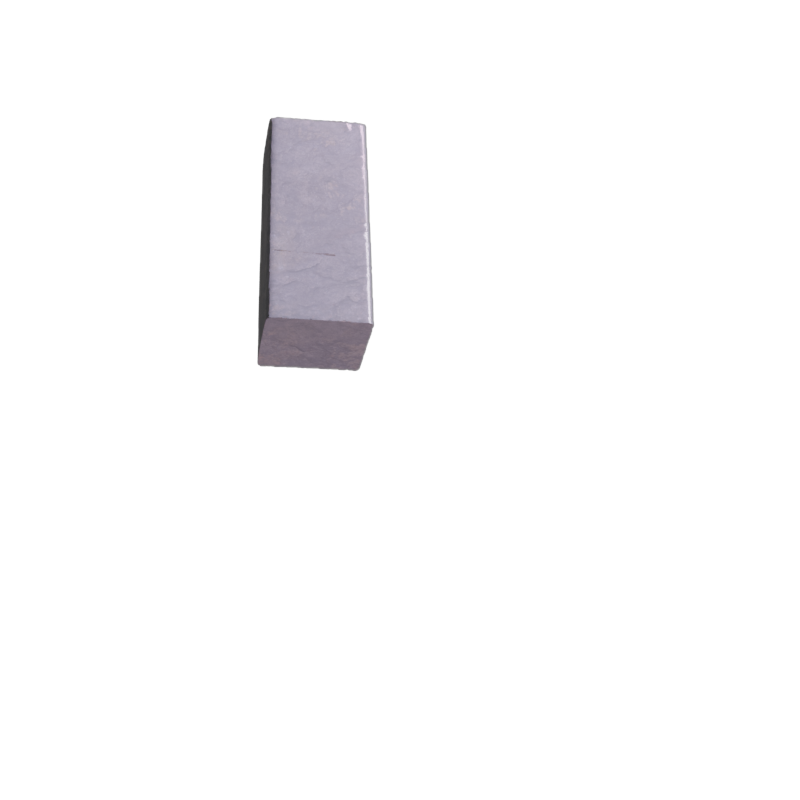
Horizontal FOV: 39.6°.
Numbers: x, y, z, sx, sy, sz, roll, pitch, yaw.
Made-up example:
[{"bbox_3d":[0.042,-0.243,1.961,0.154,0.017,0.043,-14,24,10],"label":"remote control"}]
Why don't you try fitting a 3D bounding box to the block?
[{"bbox_3d":[-0.077,-0.140,0.979,0.090,0.220,0.085,3,-31,-9],"label":"block"}]
